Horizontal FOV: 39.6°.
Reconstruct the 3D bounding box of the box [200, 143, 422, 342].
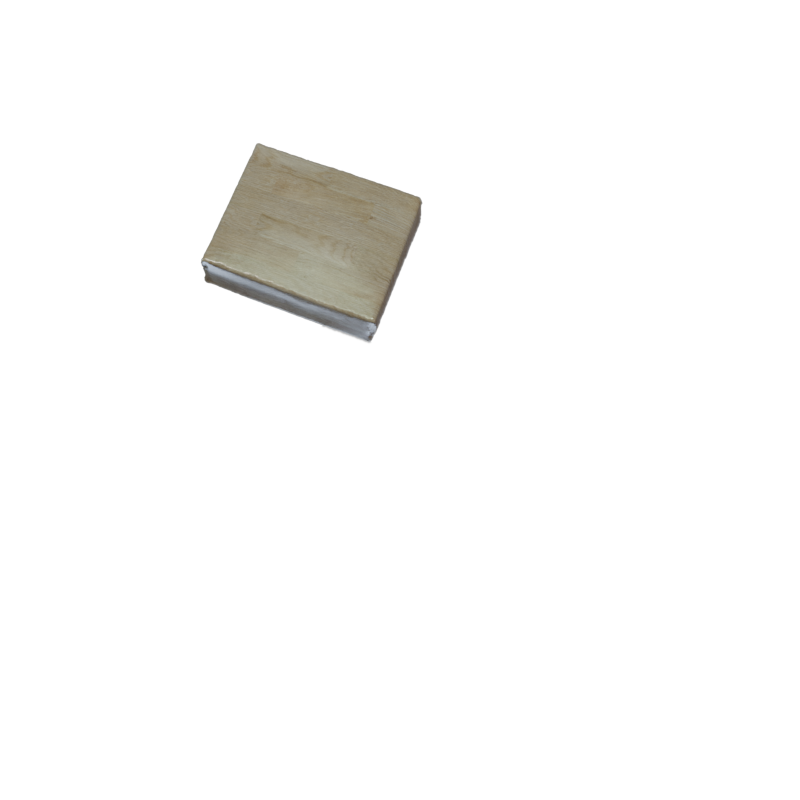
[{"bbox_3d":[-0.053,-0.097,0.681,0.116,0.093,0.037,18,-25,8],"label":"box"}]
